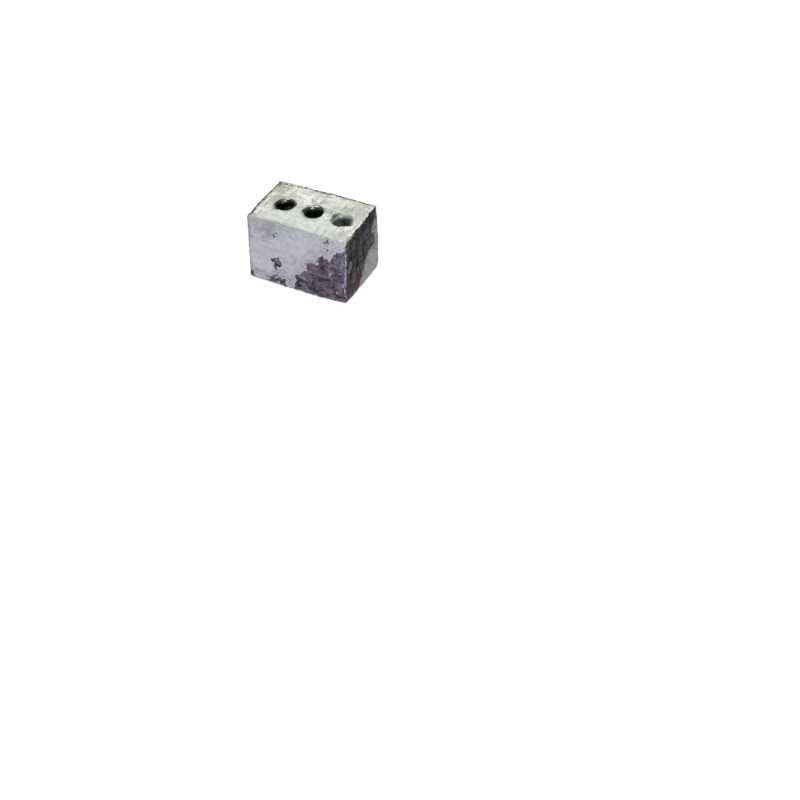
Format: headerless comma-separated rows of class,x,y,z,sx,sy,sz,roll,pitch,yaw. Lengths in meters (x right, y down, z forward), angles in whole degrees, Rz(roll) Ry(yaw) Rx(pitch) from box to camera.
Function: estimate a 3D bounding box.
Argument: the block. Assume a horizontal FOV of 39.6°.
block,-0.060,-0.110,0.770,0.081,0.048,0.054,17,41,19
